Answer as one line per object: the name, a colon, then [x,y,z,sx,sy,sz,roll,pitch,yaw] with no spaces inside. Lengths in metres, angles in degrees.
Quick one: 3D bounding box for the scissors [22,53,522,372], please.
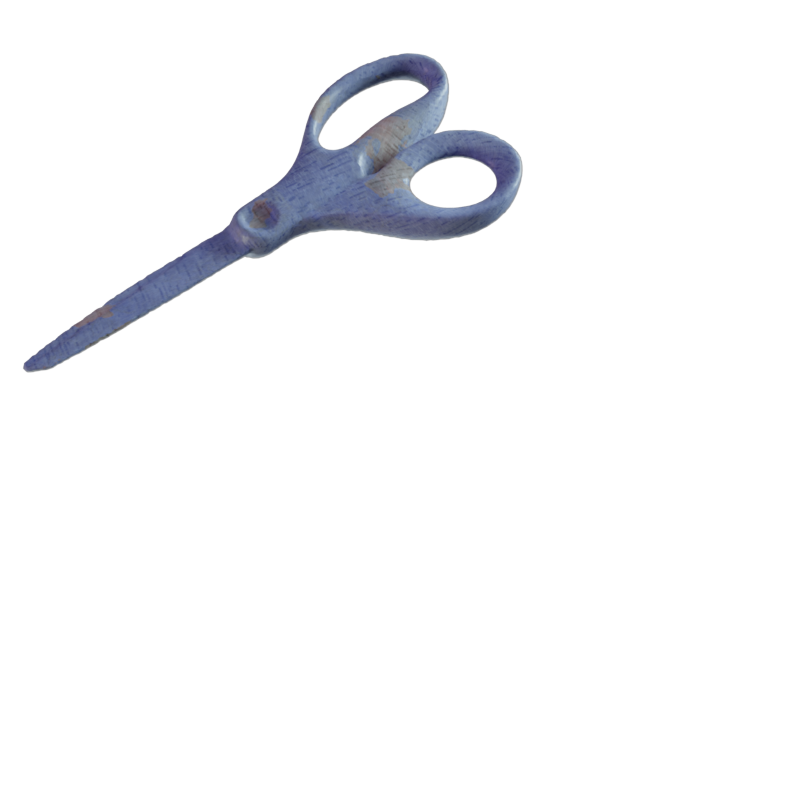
scissors: [-0.032,-0.058,0.403,0.100,0.207,0.015,29,-29,18]
